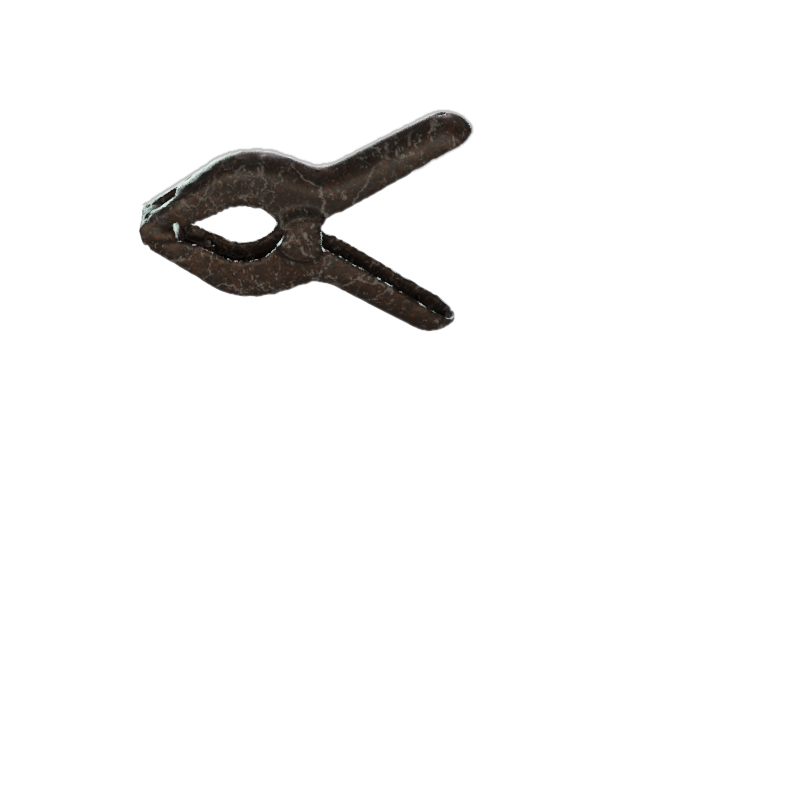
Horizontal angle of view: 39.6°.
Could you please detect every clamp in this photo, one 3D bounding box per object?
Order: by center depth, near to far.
[{"bbox_3d":[-0.045,-0.082,0.572,0.172,0.114,0.041,-6,22,2],"label":"clamp"}]
